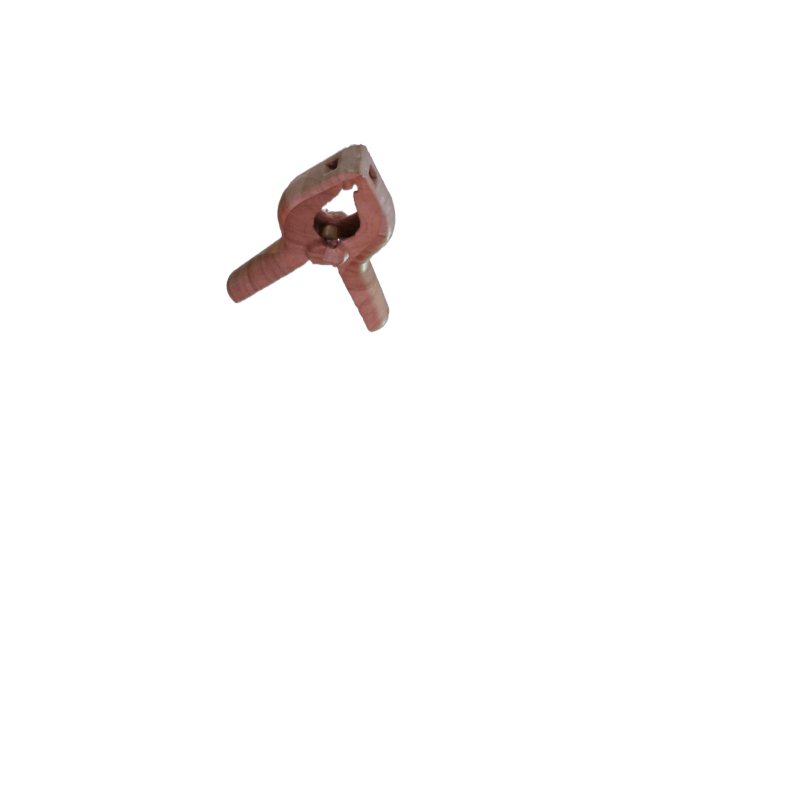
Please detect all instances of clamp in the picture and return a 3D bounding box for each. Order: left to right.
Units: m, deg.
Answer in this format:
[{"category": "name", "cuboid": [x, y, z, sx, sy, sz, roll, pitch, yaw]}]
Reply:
[{"category": "clamp", "cuboid": [-0.060, -0.109, 0.764, 0.119, 0.042, 0.161, 3, -39, -5]}]
